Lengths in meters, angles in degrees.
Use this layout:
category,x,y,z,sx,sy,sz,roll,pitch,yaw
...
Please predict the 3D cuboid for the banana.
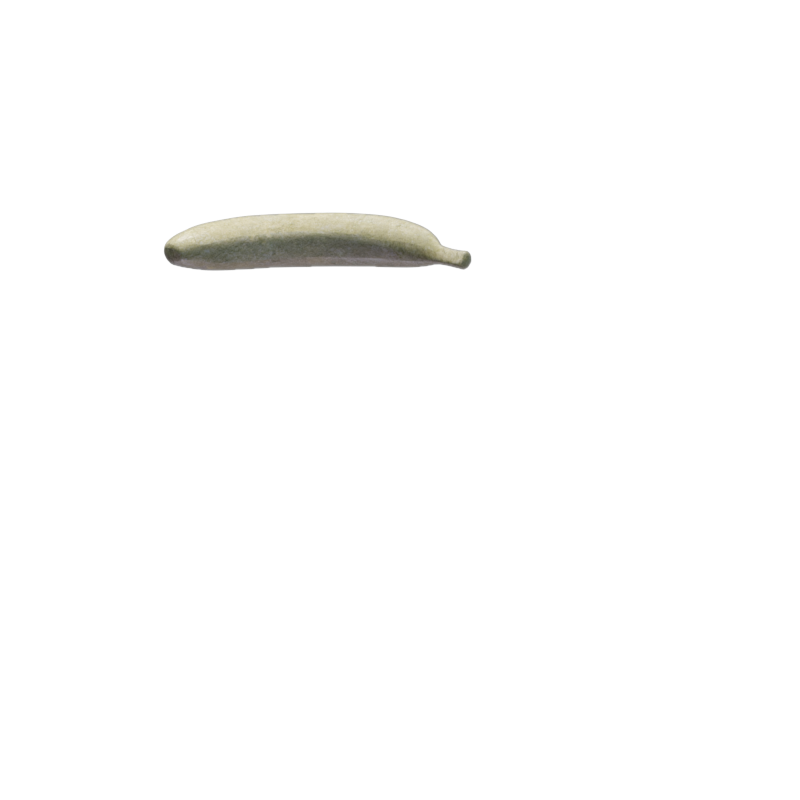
category,x,y,z,sx,sy,sz,roll,pitch,yaw
banana,-0.057,-0.103,0.719,0.194,0.036,0.072,-3,8,-16
